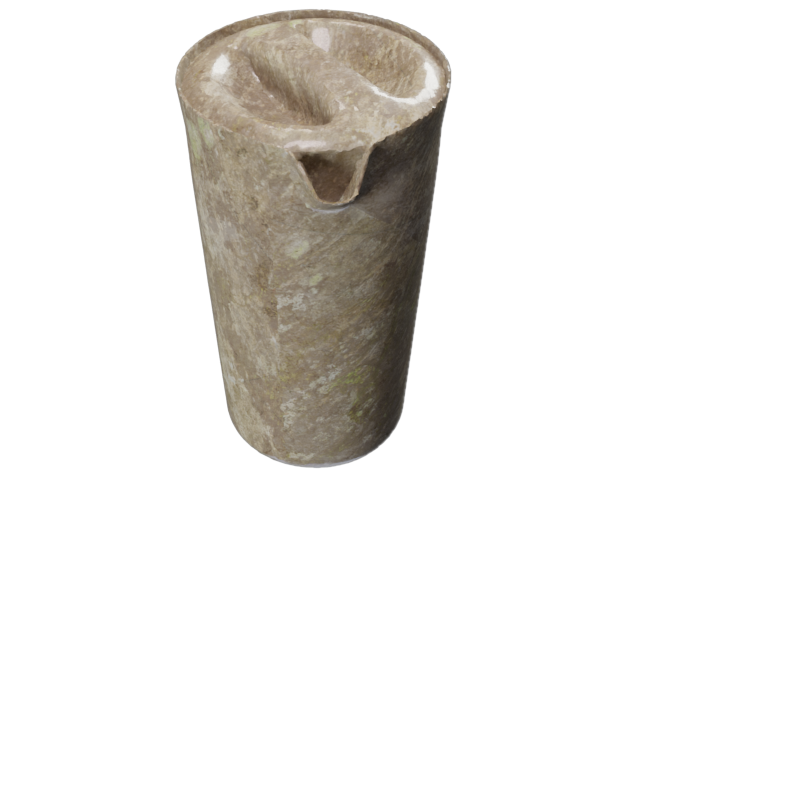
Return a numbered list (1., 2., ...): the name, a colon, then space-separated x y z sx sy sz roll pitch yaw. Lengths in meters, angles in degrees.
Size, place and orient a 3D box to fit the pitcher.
1. pitcher: -0.048 -0.088 0.614 0.153 0.227 0.152 26 47 24
